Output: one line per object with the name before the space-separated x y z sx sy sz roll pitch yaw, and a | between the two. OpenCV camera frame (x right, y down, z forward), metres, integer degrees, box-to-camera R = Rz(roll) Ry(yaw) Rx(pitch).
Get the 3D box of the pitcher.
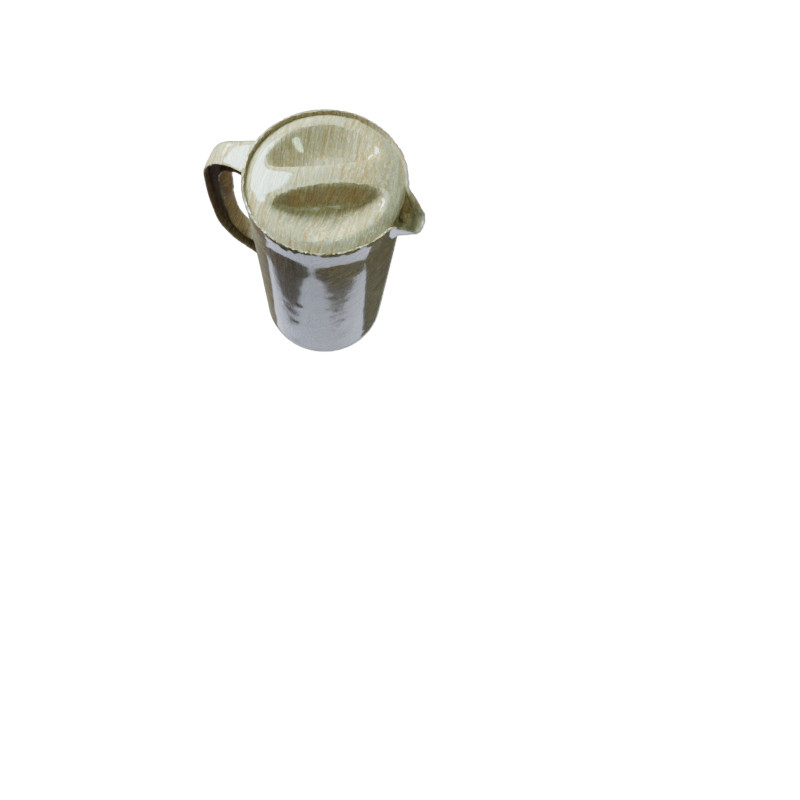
pitcher | -0.076 -0.139 0.971 0.144 0.158 0.230 -23 -20 -12
